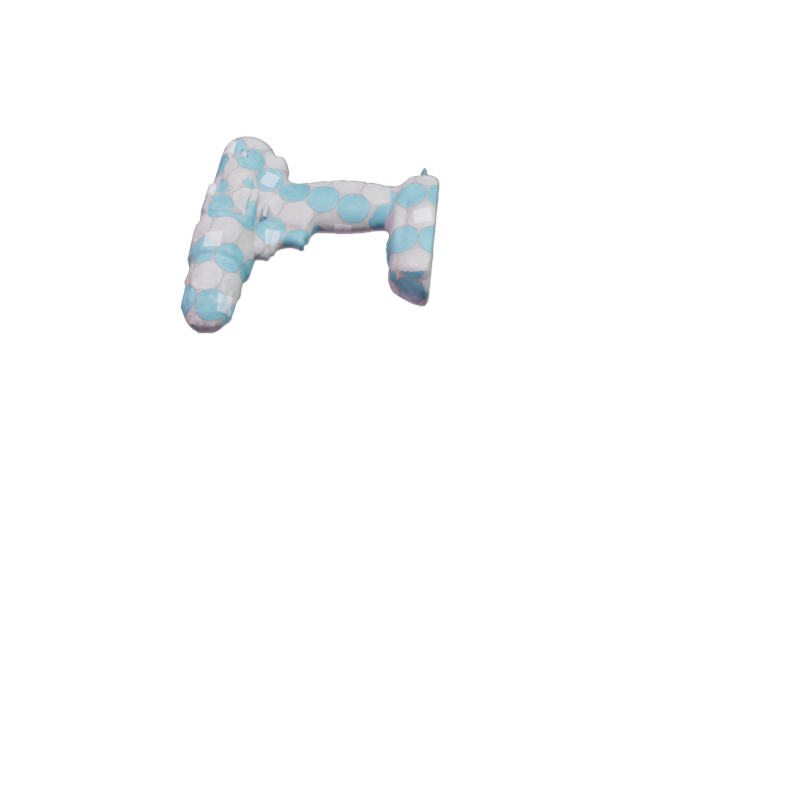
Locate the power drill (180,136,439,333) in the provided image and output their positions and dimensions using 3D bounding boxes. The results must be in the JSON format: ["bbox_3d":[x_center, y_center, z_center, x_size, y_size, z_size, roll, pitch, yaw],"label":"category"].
[{"bbox_3d":[-0.067,-0.123,0.860,0.189,0.196,0.054,7,-34,4],"label":"power drill"}]
